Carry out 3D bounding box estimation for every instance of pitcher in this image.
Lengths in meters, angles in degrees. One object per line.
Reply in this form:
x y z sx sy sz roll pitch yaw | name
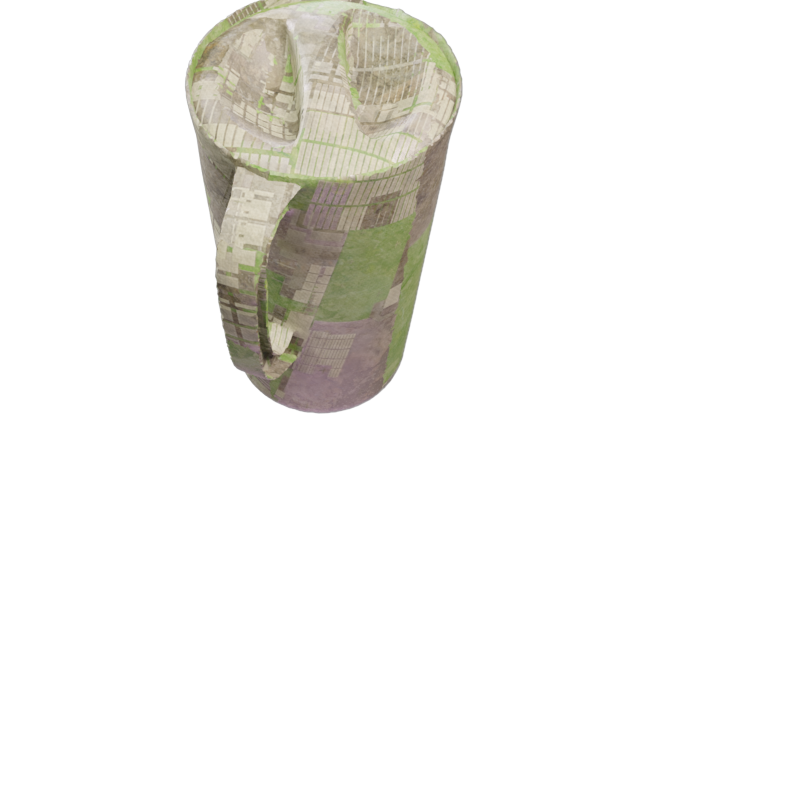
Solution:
-0.048 -0.088 0.615 0.148 0.156 0.227 -20 -31 -16 | pitcher
